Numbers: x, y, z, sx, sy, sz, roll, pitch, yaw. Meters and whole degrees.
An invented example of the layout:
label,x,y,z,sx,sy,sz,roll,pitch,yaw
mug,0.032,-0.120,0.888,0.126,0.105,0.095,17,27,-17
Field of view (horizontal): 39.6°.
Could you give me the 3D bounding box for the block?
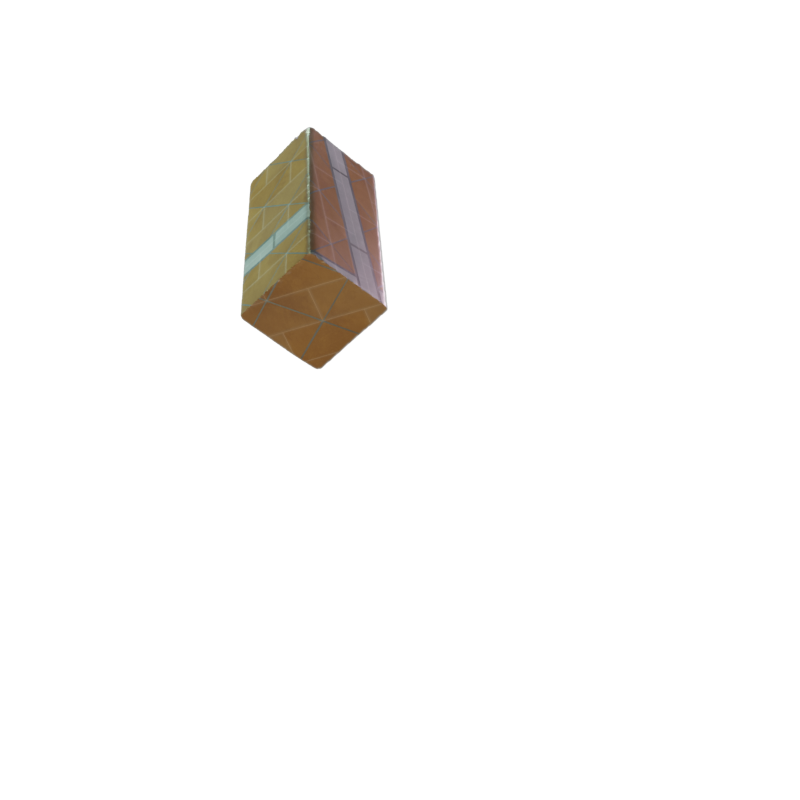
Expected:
label,x,y,z,sx,sy,sz,roll,pitch,yaw
block,-0.078,-0.141,0.989,0.085,0.221,0.089,34,-60,-28
